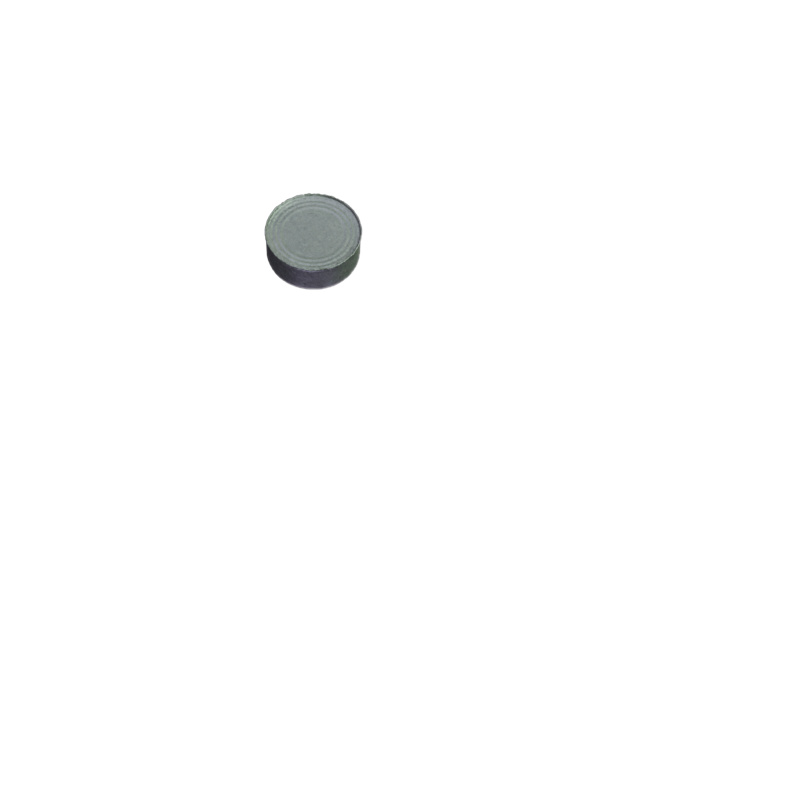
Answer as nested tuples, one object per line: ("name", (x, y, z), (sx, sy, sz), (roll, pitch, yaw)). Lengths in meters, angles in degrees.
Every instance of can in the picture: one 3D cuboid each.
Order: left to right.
("can", (-0.077, -0.141, 0.985), (0.086, 0.092, 0.031), (-1, -34, -1))
